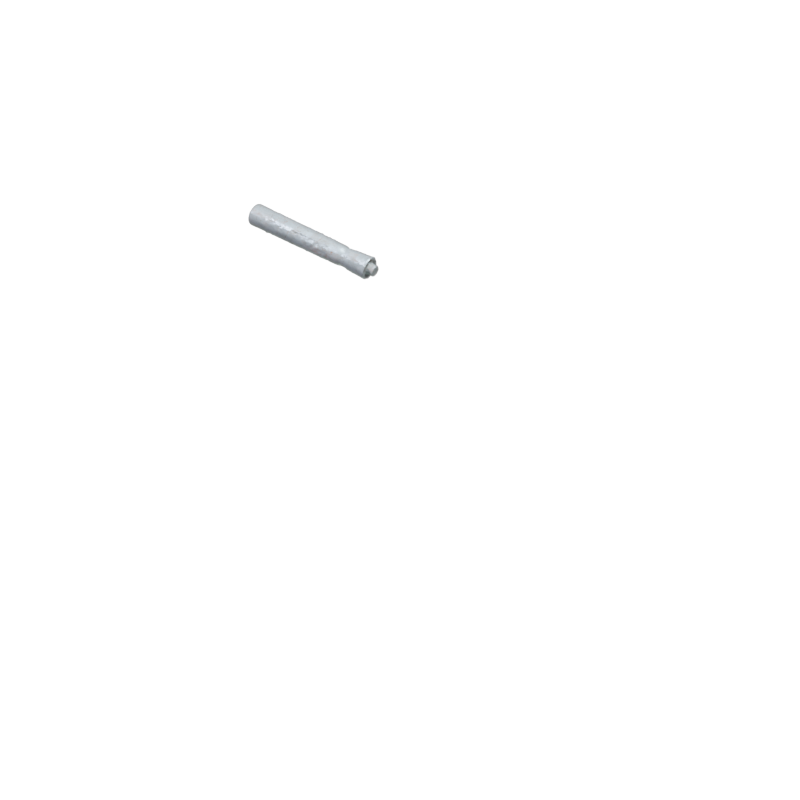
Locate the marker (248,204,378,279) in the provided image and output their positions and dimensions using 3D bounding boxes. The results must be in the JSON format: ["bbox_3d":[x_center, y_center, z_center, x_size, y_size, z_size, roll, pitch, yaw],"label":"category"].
[{"bbox_3d":[-0.070,-0.127,0.889,0.128,0.019,0.019,28,16,26],"label":"marker"}]
